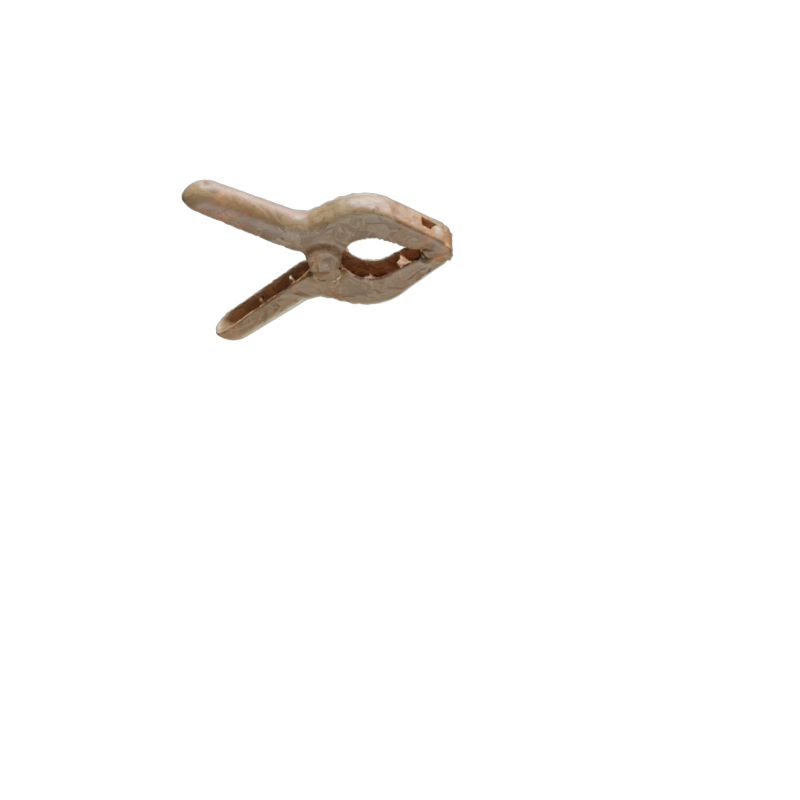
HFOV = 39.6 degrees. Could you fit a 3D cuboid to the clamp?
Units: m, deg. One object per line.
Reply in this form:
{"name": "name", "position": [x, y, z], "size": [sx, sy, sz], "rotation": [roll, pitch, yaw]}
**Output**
{"name": "clamp", "position": [-0.056, -0.101, 0.710], "size": [0.173, 0.111, 0.042], "rotation": [-12, 41, 11]}
